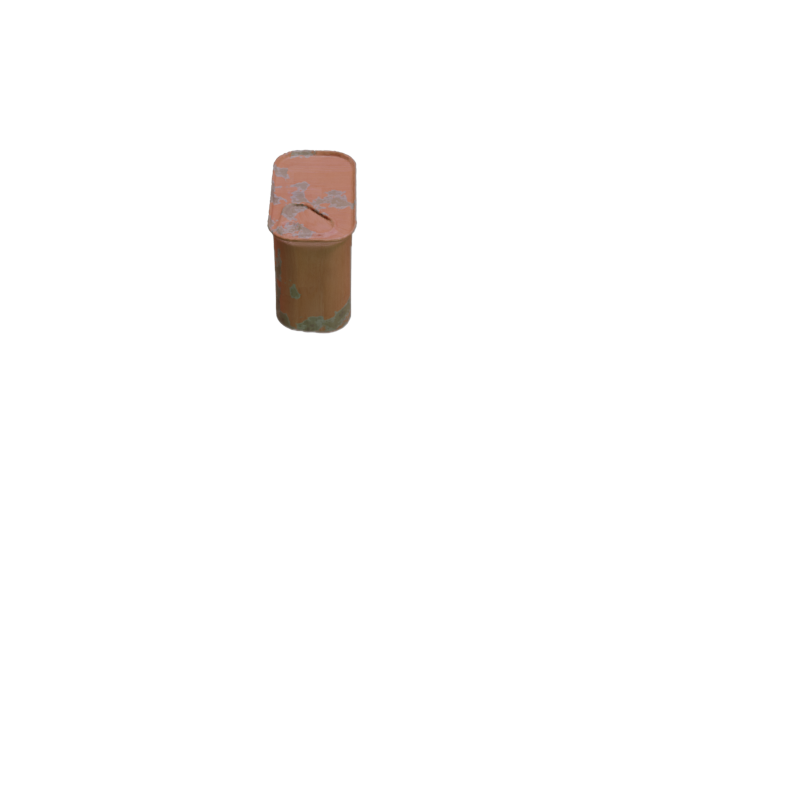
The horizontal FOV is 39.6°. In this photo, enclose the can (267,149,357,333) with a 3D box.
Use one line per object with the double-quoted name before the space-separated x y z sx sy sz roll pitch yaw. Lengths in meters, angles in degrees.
"can" -0.059 -0.108 0.758 0.057 0.078 0.109 1 42 -2
